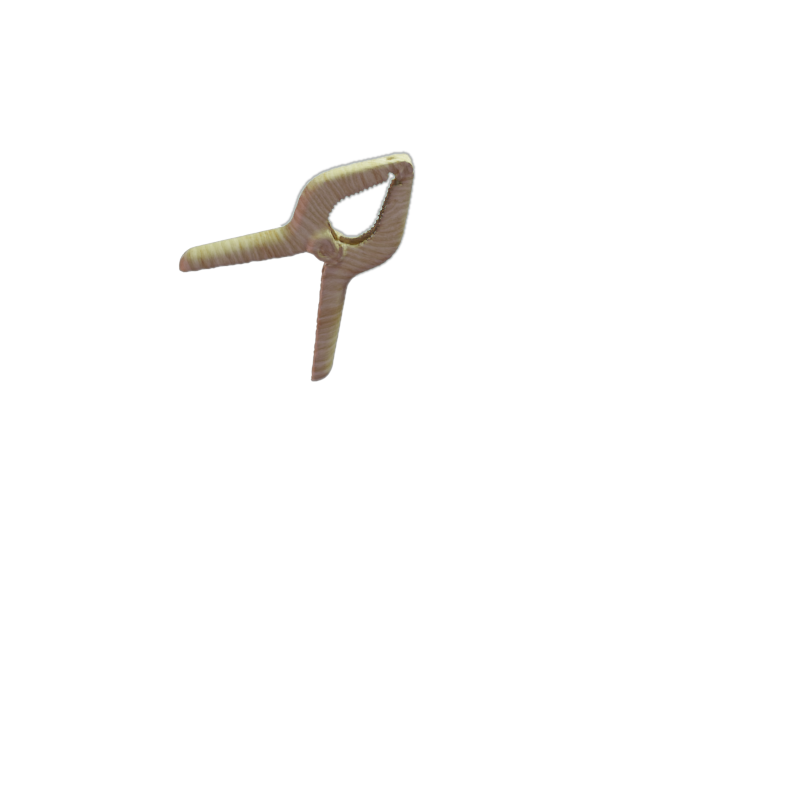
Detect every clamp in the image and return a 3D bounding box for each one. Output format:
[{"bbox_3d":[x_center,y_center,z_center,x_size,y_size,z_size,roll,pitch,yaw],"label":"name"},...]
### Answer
[{"bbox_3d":[-0.073,-0.133,0.931,0.160,0.206,0.038,35,17,-13],"label":"clamp"}]
